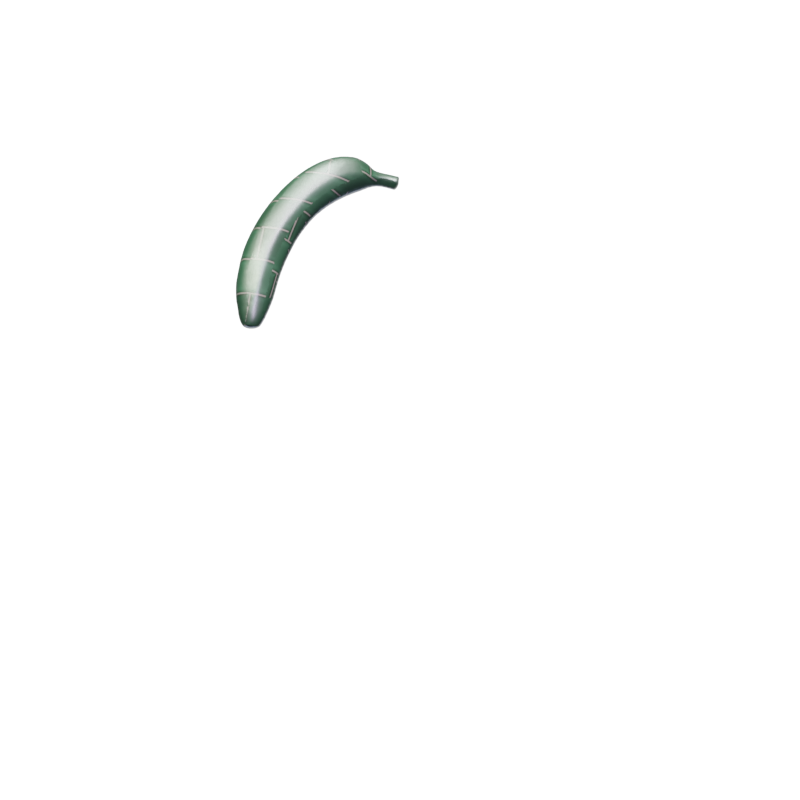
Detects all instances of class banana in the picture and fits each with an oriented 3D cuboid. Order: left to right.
[{"bbox_3d":[-0.086,-0.149,0.953,0.072,0.201,0.035,36,-21,15],"label":"banana"}]
